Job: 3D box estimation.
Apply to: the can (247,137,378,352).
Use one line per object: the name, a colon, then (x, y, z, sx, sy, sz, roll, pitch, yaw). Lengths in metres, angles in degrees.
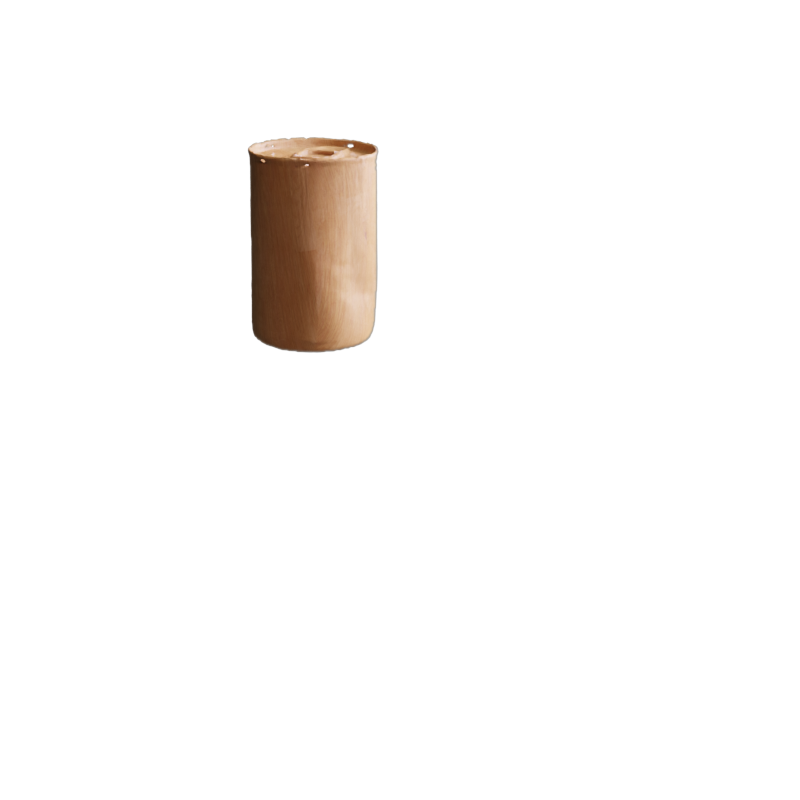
can: (-0.046, -0.084, 0.590, 0.068, 0.098, 0.071, 0, 18, -2)
